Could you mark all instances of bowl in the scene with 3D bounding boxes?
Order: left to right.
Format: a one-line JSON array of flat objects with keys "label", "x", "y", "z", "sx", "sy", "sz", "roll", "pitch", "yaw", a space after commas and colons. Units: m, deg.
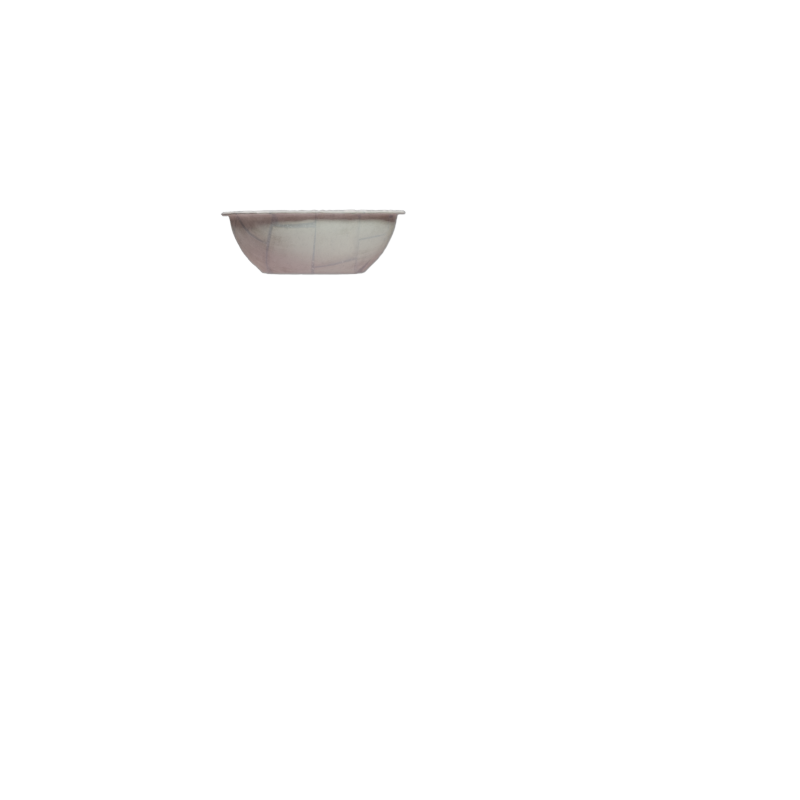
[{"label": "bowl", "x": -0.076, "y": -0.139, "z": 0.971, "sx": 0.162, "sy": 0.054, "sz": 0.164, "roll": 0, "pitch": 8, "yaw": -2}]
